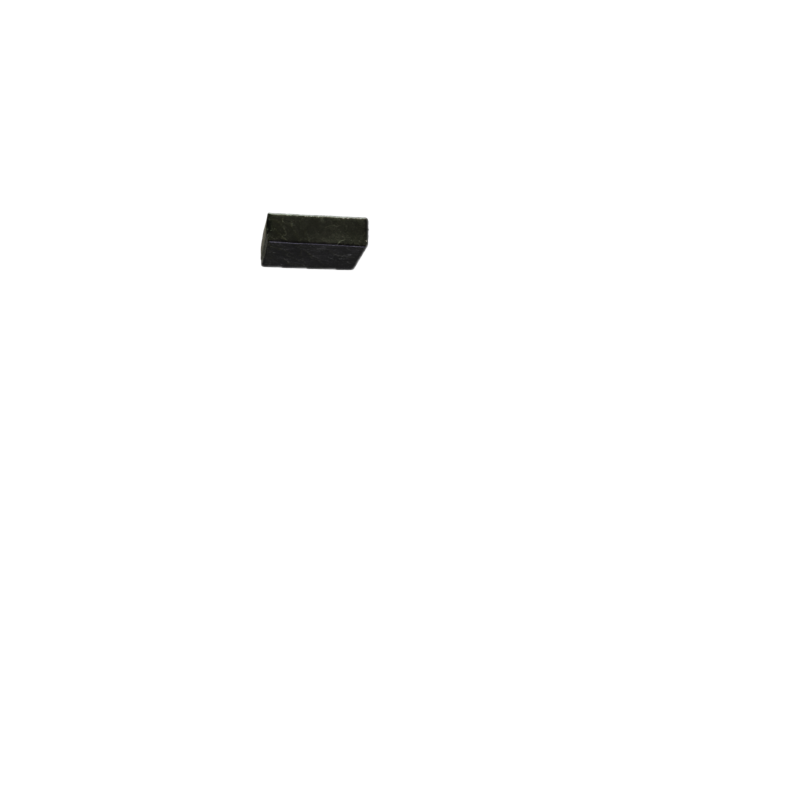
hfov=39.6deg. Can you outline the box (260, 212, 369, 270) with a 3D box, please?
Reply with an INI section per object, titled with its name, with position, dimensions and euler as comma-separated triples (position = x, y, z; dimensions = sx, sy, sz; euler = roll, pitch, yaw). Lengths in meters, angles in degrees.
[box]
position = -0.077, -0.140, 0.979
dimensions = 0.088, 0.031, 0.071
euler = 1, -12, -8
